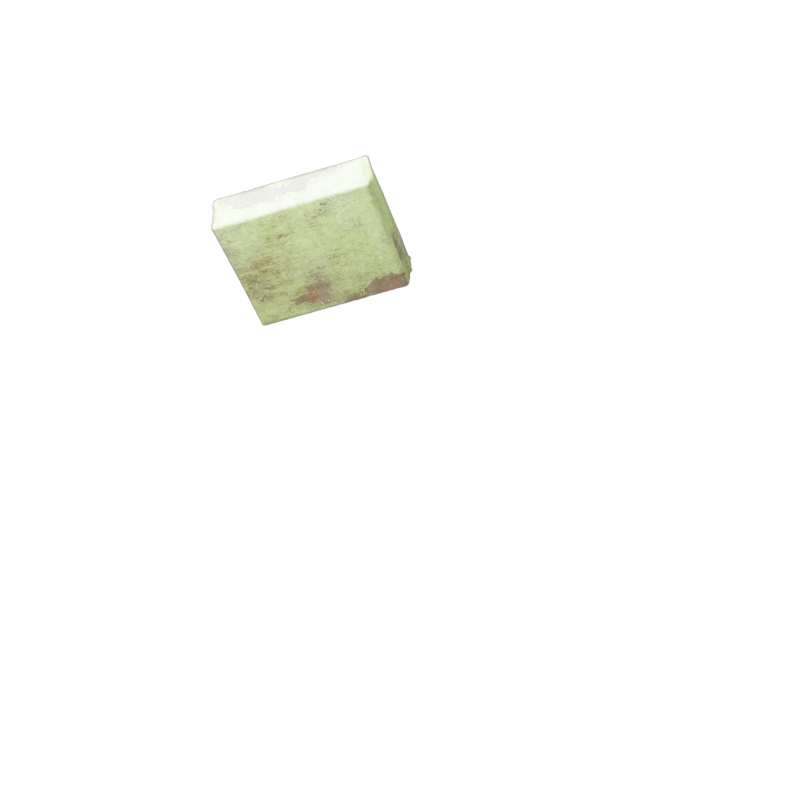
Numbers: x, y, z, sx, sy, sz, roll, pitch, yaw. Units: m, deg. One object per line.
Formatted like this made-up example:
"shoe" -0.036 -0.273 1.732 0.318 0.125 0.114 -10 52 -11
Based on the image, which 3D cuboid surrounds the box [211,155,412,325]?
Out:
"box" -0.046 -0.085 0.594 0.090 0.068 0.032 -15 40 12
